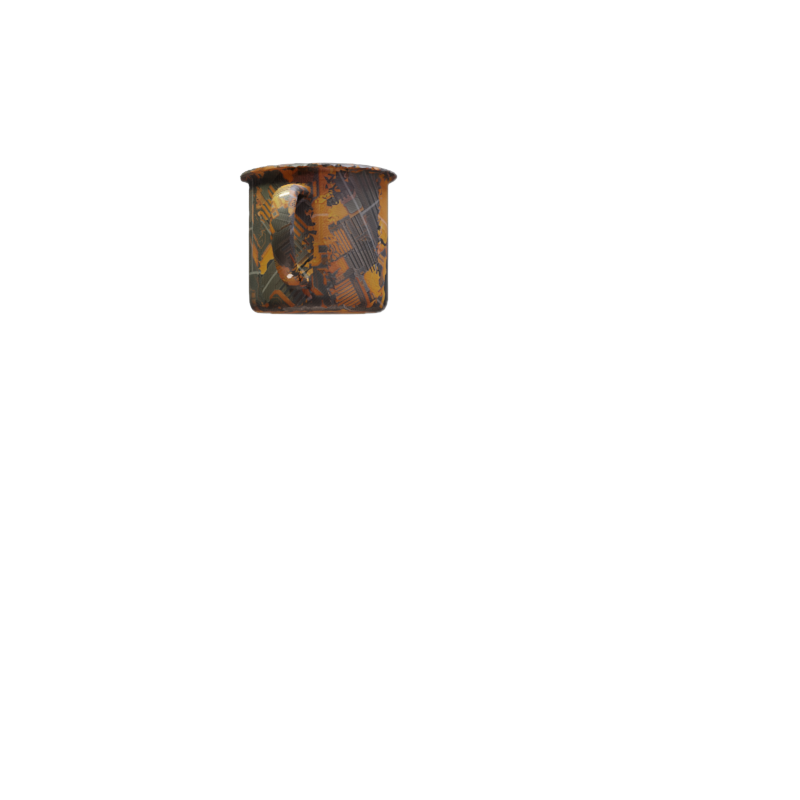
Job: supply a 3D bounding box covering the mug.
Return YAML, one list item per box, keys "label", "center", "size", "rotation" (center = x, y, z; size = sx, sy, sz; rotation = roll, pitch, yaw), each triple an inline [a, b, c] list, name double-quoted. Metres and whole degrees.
- label: "mug"
  center: [-0.050, -0.091, 0.640]
  size: [0.095, 0.082, 0.115]
  rotation: [0, 0, 11]
